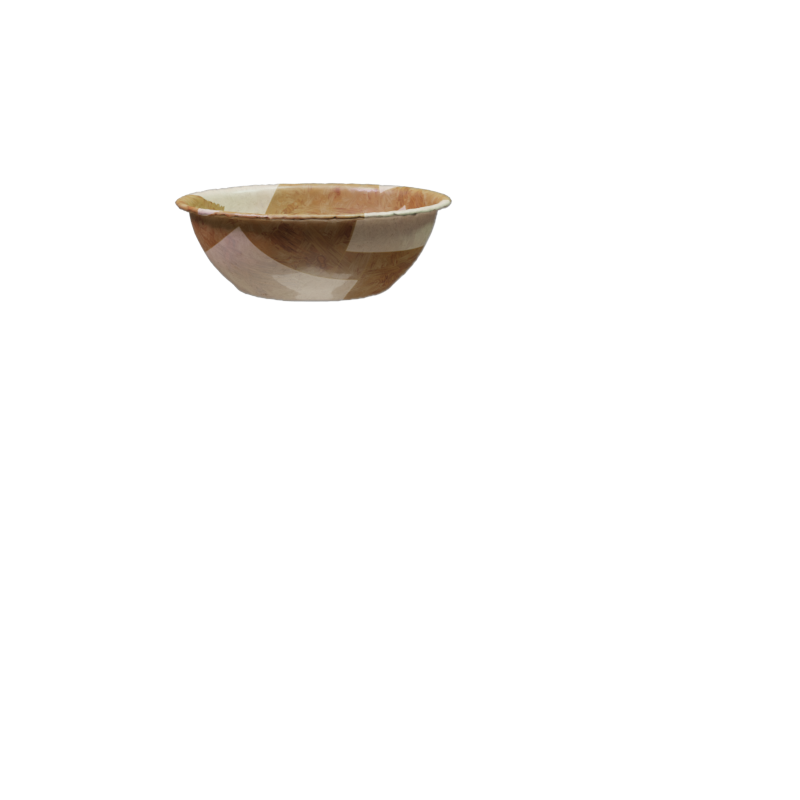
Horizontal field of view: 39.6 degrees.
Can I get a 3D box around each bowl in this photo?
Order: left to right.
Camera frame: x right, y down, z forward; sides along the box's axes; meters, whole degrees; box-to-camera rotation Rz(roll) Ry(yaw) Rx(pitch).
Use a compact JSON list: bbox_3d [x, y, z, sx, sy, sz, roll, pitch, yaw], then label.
[{"bbox_3d":[-0.051,-0.094,0.657,0.162,0.053,0.167,-1,16,-2],"label":"bowl"}]
